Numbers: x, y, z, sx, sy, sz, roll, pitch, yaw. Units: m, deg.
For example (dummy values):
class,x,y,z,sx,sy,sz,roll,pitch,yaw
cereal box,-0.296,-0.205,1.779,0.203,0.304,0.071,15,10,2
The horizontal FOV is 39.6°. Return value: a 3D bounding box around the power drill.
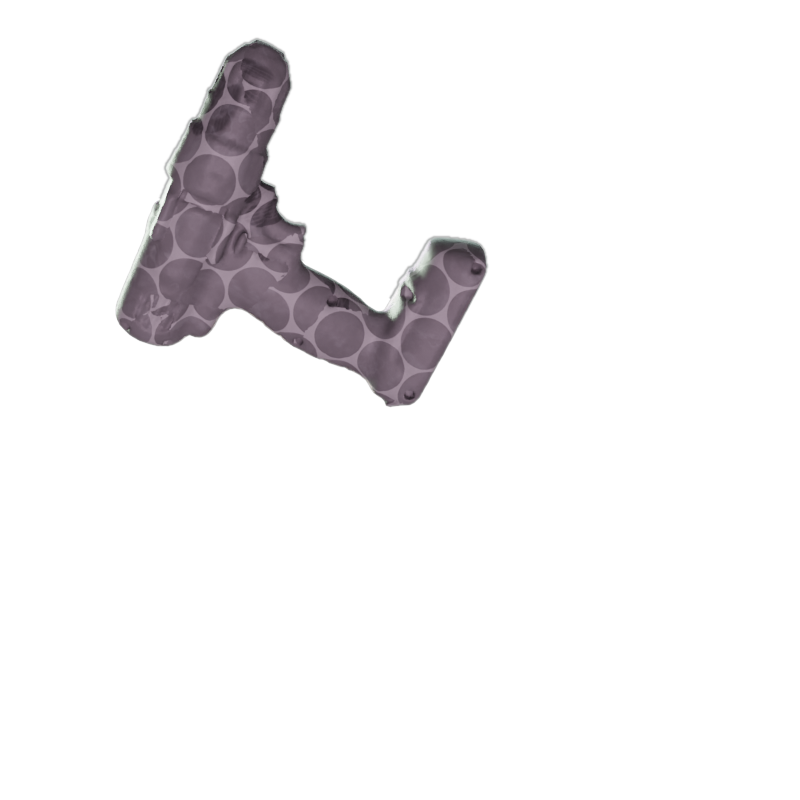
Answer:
class,x,y,z,sx,sy,sz,roll,pitch,yaw
power drill,-0.050,-0.091,0.637,0.184,0.180,0.060,24,17,-8
